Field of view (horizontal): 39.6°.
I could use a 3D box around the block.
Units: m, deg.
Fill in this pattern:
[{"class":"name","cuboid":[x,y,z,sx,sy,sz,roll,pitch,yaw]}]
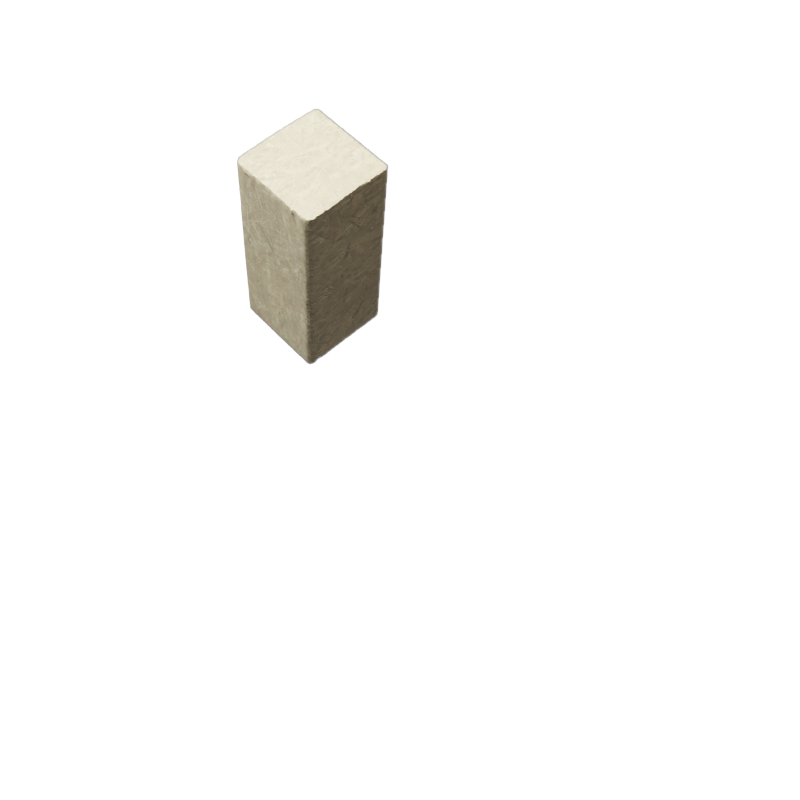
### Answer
[{"class":"block","cuboid":[-0.076,-0.137,0.961,0.091,0.096,0.193,-37,-24,-24]}]
